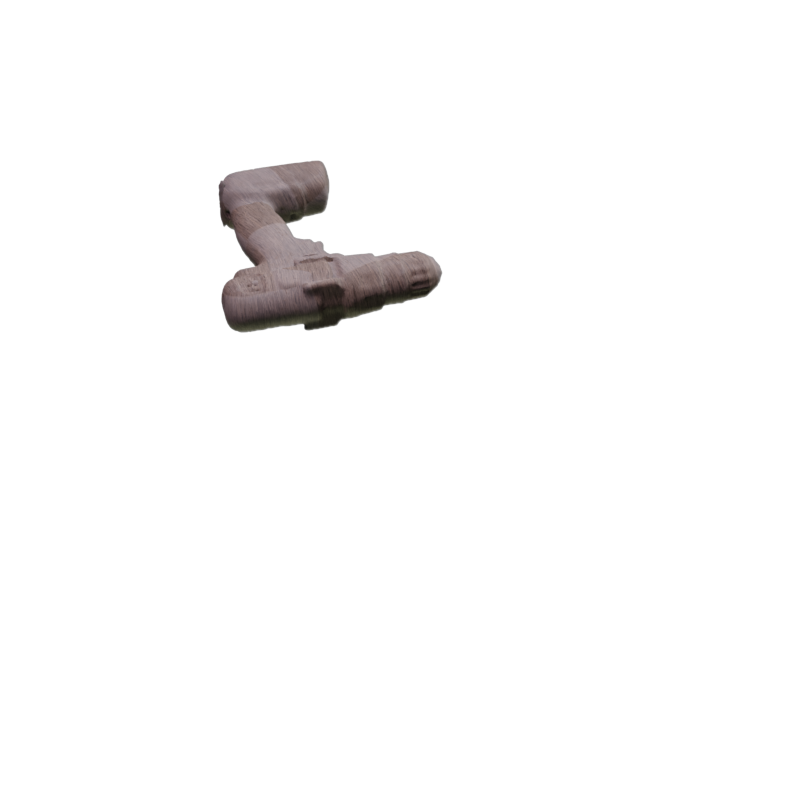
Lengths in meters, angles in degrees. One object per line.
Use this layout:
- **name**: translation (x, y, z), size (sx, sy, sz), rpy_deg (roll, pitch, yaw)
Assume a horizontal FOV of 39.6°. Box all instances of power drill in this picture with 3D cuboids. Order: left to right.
- **power drill**: translation (-0.076, -0.138, 0.966), size (0.182, 0.054, 0.203), rpy_deg (-10, 41, -12)
